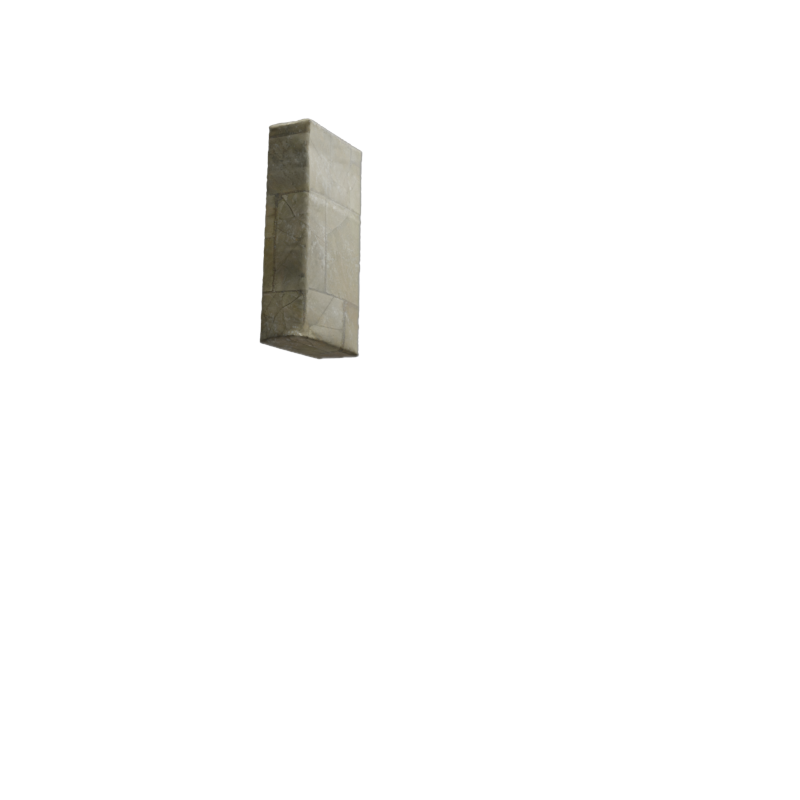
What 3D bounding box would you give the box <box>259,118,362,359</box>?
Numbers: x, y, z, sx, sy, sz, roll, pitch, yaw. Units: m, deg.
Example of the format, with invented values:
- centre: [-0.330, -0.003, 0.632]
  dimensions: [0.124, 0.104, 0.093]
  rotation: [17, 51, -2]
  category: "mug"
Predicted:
- centre: [-0.070, -0.127, 0.888]
  dimensions: [0.049, 0.183, 0.088]
  rotation: [-9, -16, 26]
  category: "box"
